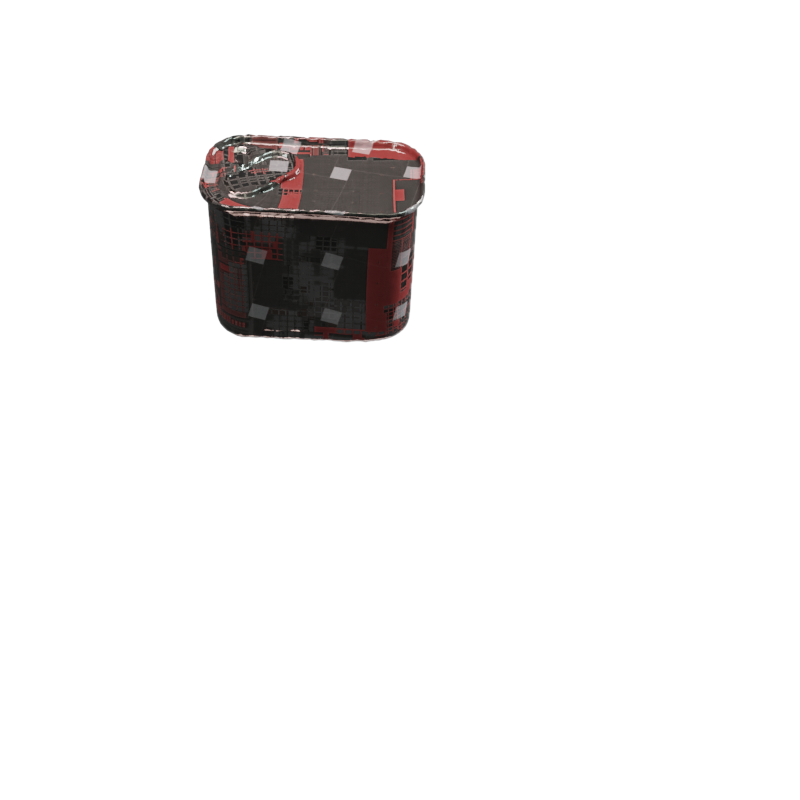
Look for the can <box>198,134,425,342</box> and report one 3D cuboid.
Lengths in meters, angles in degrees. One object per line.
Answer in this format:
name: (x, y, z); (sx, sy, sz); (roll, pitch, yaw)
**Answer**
can: (-0.042, -0.076, 0.531); (0.102, 0.078, 0.061); (3, 44, 2)
